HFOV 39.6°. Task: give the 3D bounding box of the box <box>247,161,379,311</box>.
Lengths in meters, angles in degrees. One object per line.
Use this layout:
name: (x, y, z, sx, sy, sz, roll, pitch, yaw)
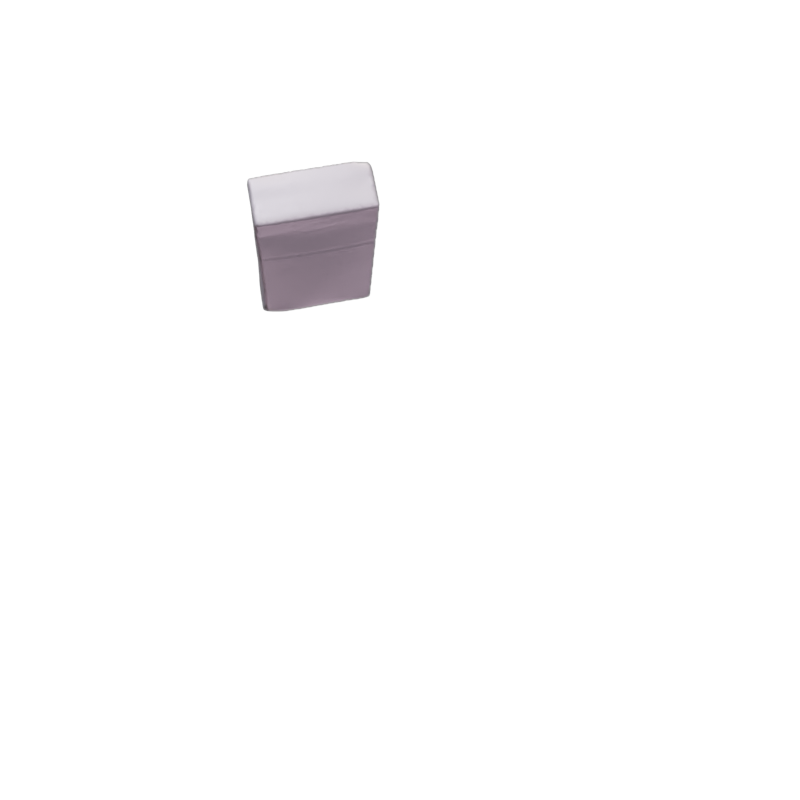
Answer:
box: (-0.068, -0.124, 0.869, 0.093, 0.051, 0.168, -9, -19, -7)
